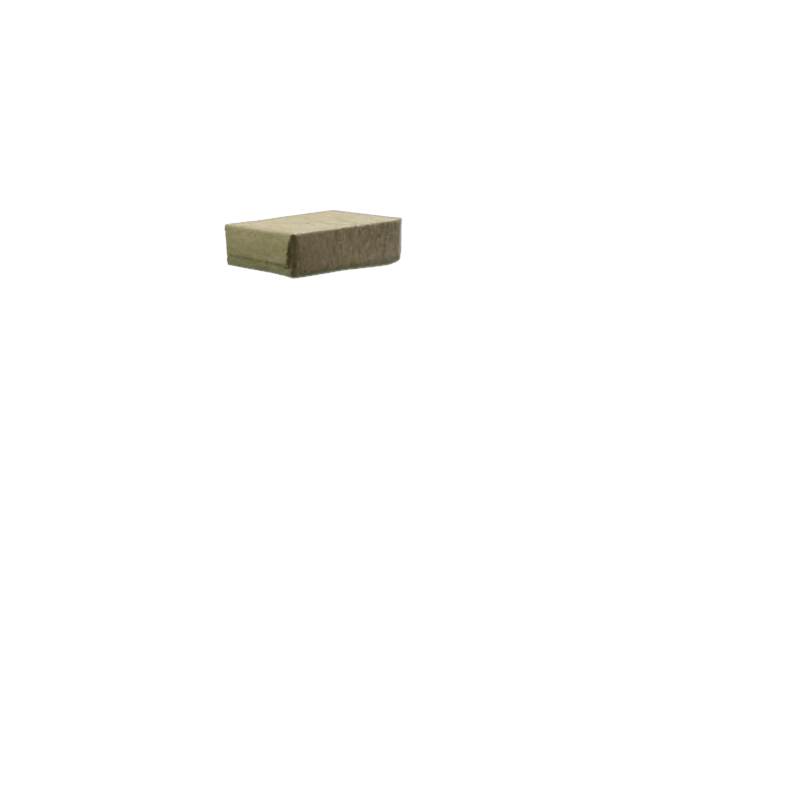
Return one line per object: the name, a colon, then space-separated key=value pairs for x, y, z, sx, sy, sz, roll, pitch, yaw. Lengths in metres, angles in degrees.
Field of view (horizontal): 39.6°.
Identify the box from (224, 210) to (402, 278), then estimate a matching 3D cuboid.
box: x=-0.068 y=-0.125 z=0.876 sx=0.110 sy=0.038 sz=0.095 roll=-12 pitch=19 yaw=-38
